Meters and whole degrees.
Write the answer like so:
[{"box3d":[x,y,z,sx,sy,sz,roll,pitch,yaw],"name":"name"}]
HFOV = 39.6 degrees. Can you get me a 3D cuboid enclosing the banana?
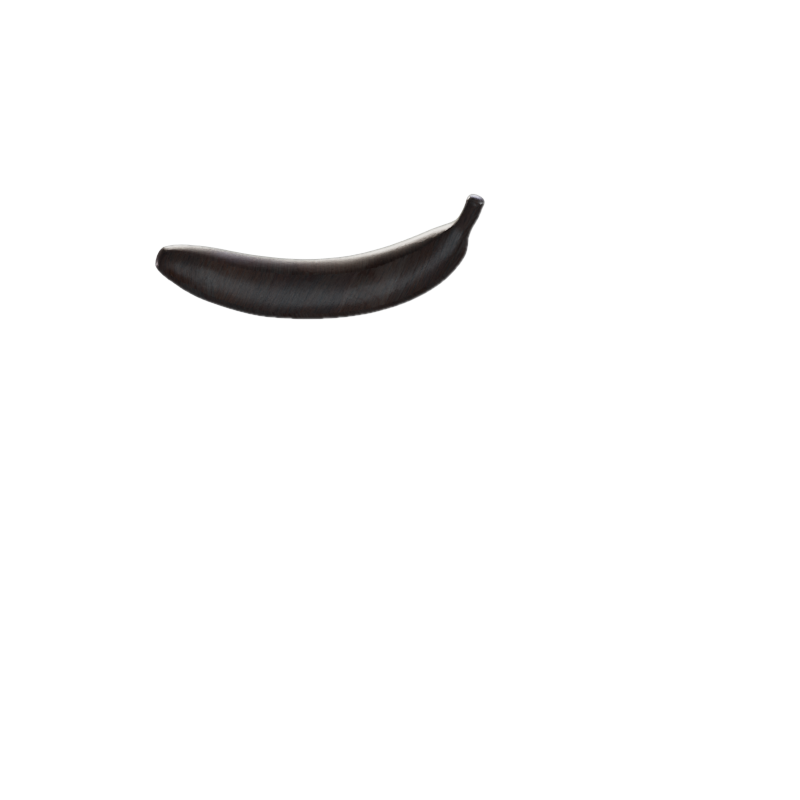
[{"box3d":[-0.045,-0.080,0.669,0.198,0.066,0.039,-10,26,5],"name":"banana"}]
